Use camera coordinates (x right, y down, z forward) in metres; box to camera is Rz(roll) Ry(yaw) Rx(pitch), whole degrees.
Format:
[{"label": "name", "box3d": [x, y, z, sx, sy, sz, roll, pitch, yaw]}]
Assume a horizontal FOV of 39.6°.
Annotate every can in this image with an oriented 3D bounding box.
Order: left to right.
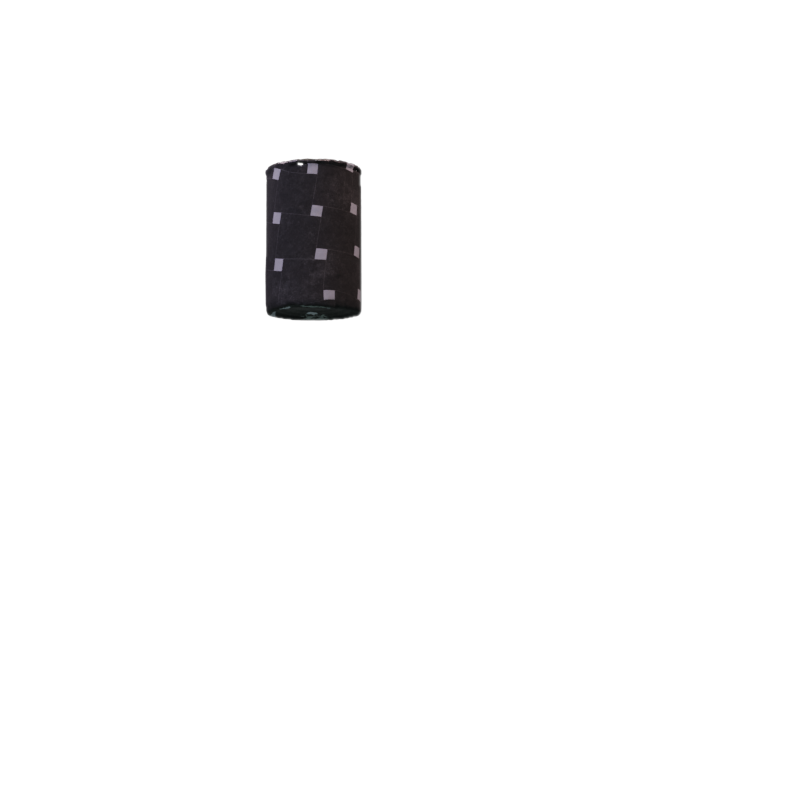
[{"label": "can", "box3d": [-0.060, -0.110, 0.771, 0.068, 0.105, 0.067, 0, -9, -2]}]
